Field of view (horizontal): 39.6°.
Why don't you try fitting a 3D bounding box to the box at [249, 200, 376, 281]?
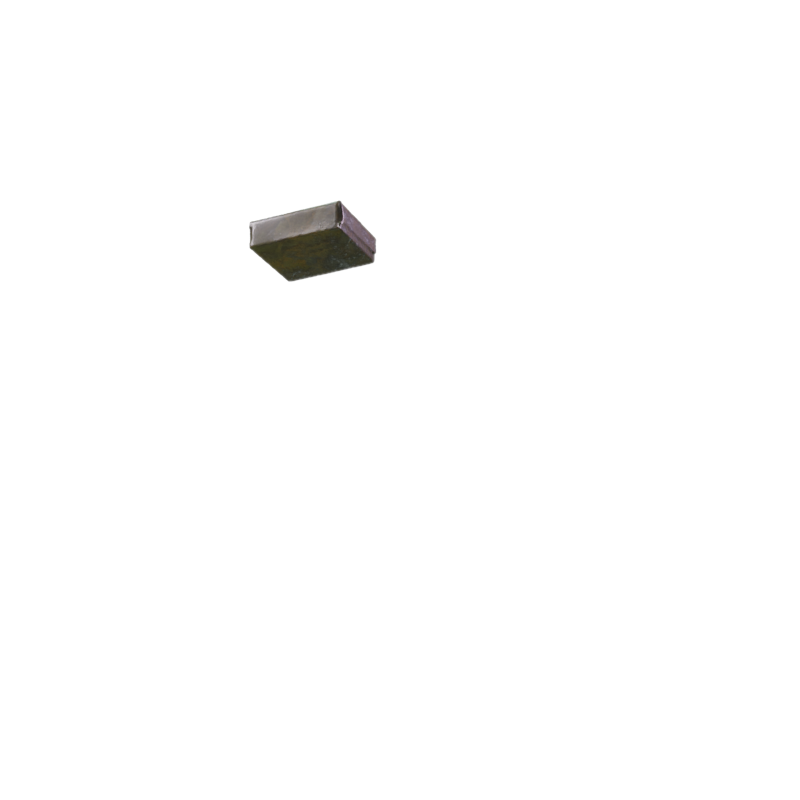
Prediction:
[{"bbox_3d":[-0.075,-0.138,0.963,0.091,0.032,0.068,-10,-24,23],"label":"box"}]
